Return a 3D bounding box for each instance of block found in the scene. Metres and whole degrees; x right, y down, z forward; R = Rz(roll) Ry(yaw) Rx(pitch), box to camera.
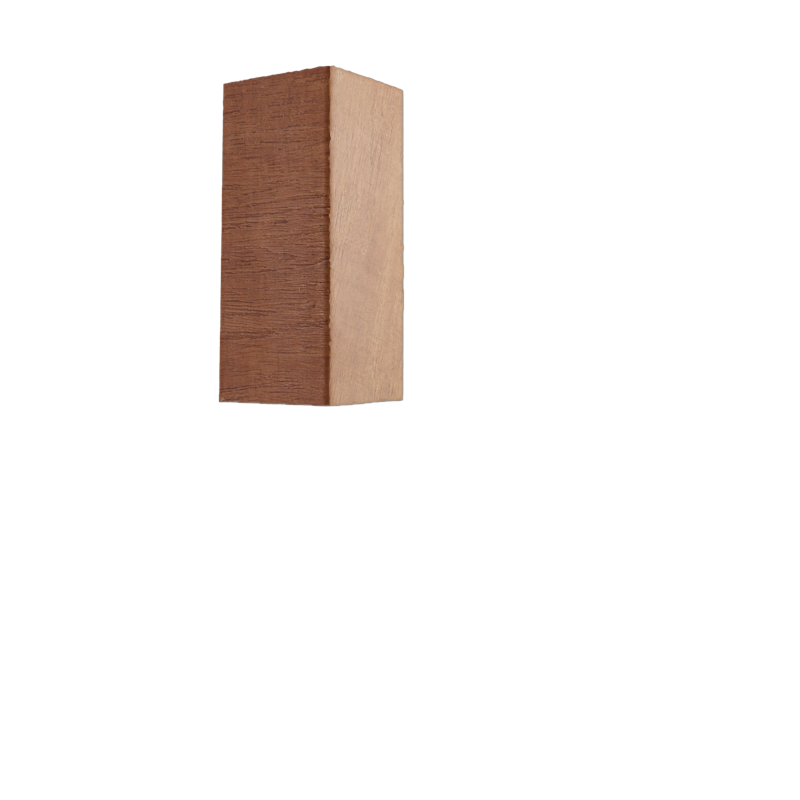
[{"bbox_3d":[-0.056,-0.103,0.722,0.094,0.209,0.086,-3,-5,34],"label":"block"}]
